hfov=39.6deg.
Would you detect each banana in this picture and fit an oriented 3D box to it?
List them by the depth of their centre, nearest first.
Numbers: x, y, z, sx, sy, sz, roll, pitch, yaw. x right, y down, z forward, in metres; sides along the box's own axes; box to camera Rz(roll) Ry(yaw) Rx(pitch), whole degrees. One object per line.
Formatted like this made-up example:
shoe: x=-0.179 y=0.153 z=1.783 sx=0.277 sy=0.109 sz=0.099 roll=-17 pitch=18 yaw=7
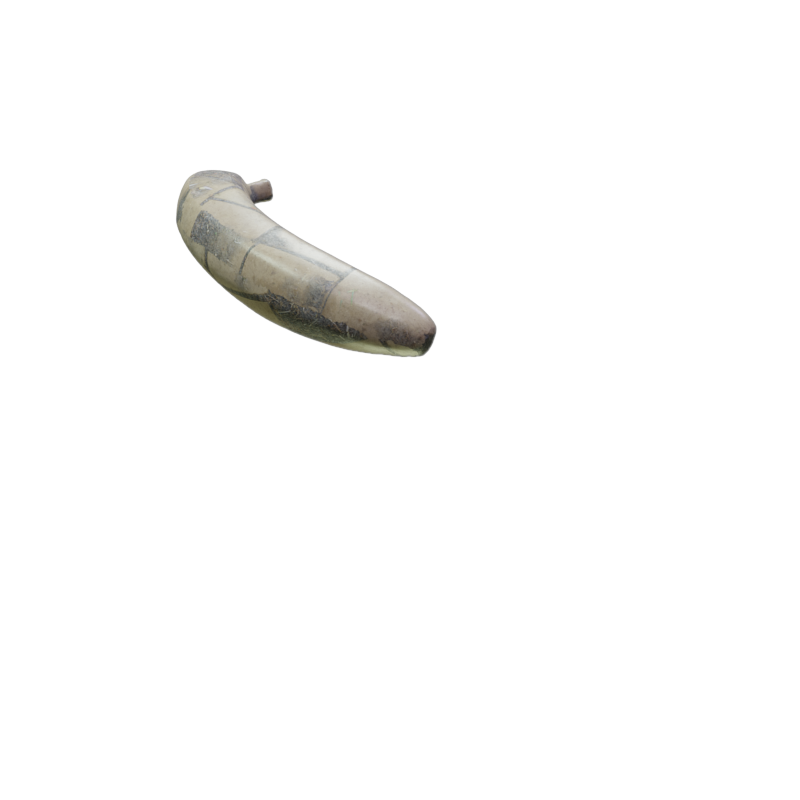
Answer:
banana: x=-0.057 y=-0.069 z=0.496 sx=0.068 sy=0.035 sz=0.213 roll=-12 pitch=32 yaw=-21
